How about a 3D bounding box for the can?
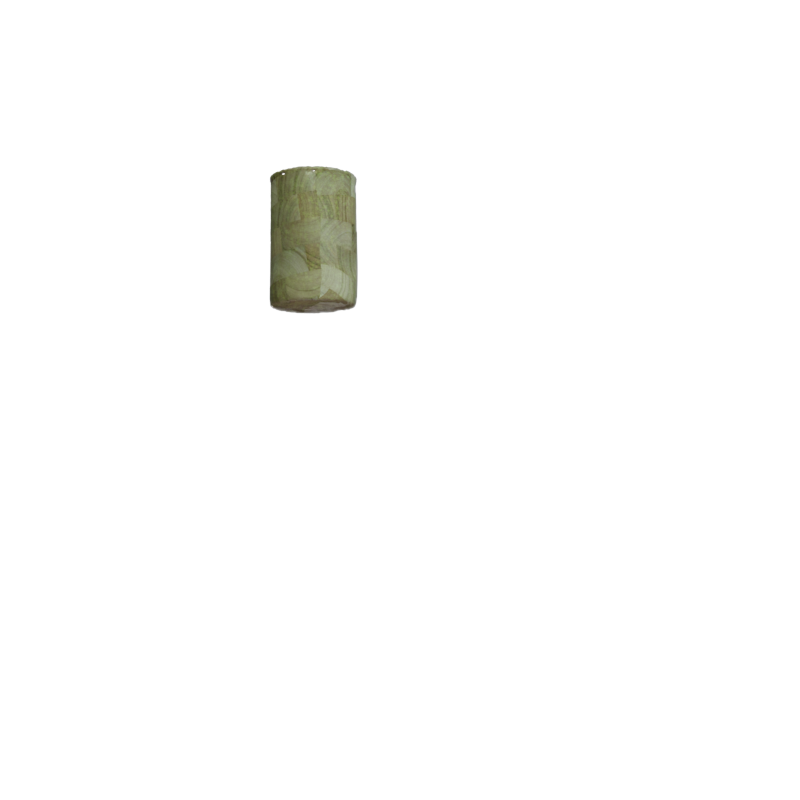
[{"bbox_3d":[-0.067,-0.122,0.856,0.068,0.105,0.067,0,-10,-2],"label":"can"}]
